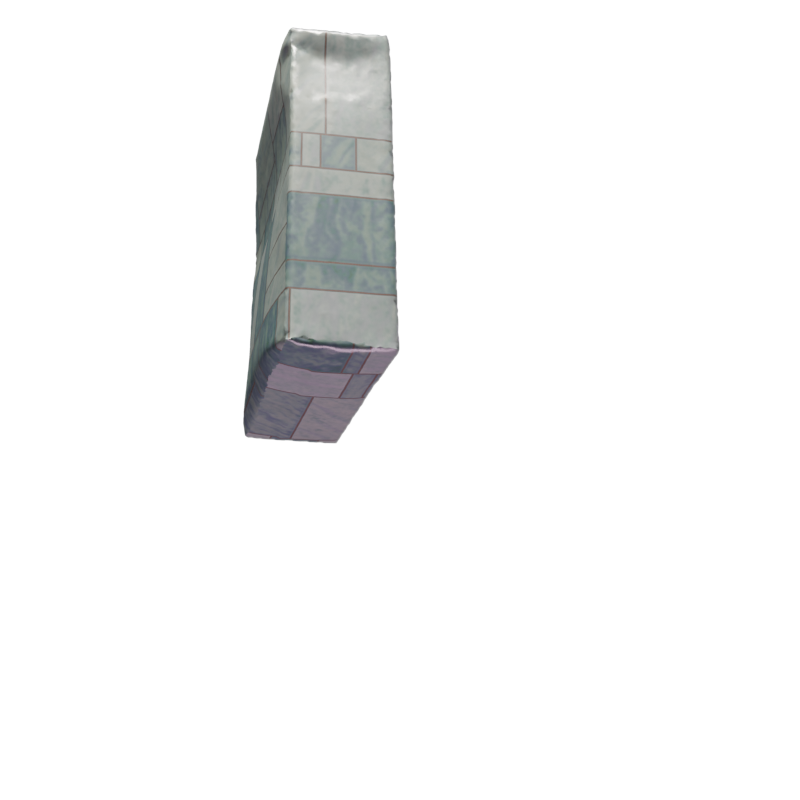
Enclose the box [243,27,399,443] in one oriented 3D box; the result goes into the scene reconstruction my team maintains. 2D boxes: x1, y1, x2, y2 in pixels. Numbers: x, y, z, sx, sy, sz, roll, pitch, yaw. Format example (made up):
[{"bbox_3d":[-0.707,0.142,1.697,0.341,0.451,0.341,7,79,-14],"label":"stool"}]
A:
[{"bbox_3d":[-0.055,-0.100,0.701,0.071,0.226,0.158,5,-25,-13],"label":"box"}]
